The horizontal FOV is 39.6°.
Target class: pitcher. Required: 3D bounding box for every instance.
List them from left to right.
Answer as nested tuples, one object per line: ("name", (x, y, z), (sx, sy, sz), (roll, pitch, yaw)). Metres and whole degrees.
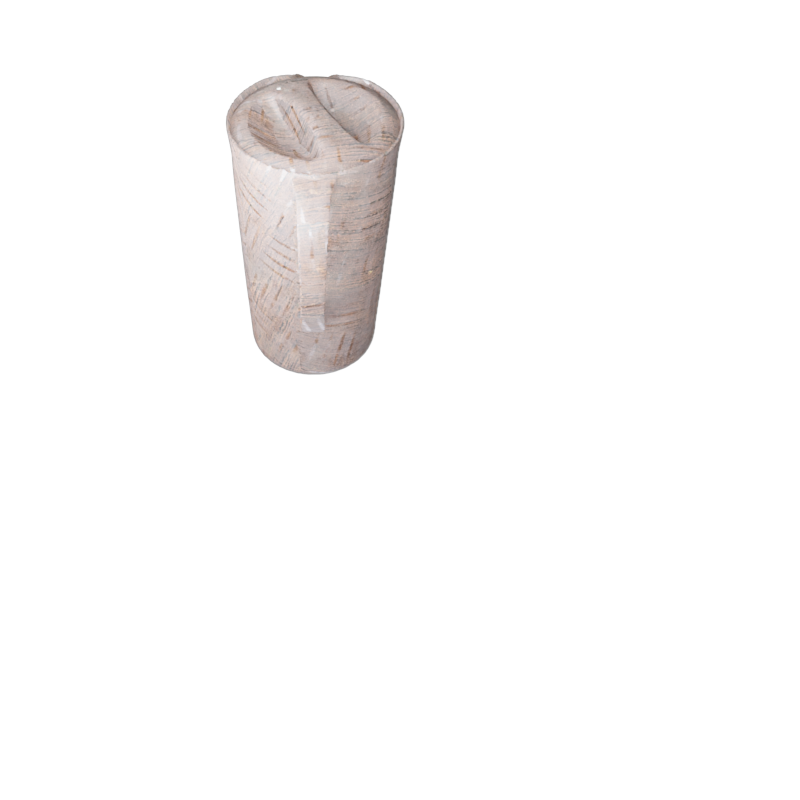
("pitcher", (-0.070, -0.128, 0.896), (0.154, 0.226, 0.150), (35, 53, 27))
